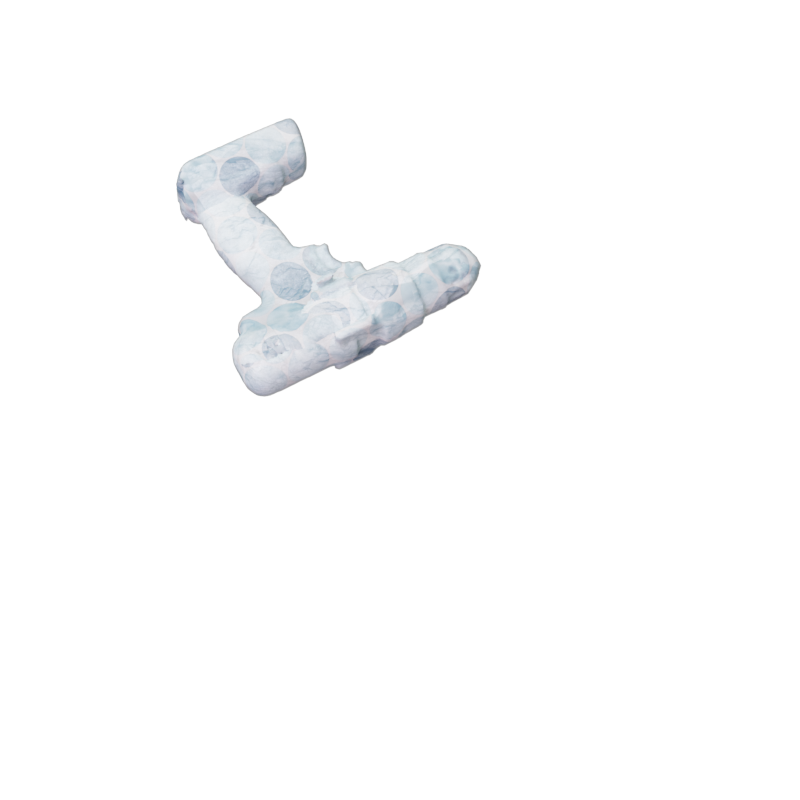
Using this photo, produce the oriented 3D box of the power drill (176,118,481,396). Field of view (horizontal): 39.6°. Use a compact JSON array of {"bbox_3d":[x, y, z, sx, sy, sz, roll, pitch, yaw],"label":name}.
[{"bbox_3d":[-0.062,-0.112,0.787,0.184,0.201,0.054,-26,-29,-16],"label":"power drill"}]
